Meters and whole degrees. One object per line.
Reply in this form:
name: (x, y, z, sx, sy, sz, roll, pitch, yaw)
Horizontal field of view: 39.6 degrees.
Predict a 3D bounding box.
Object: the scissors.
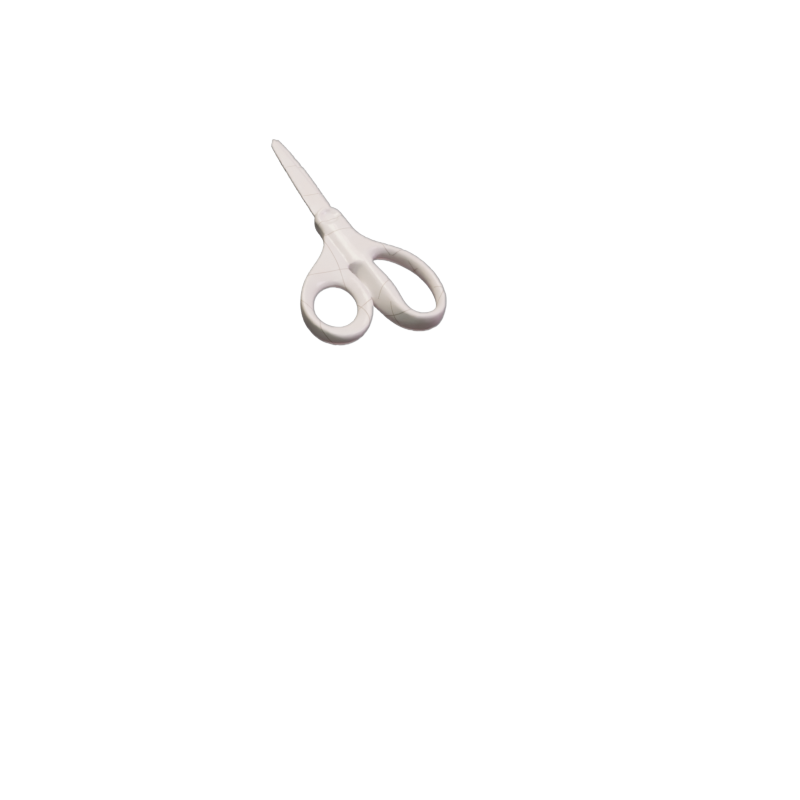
scissors: (-0.056, -0.102, 0.713, 0.096, 0.015, 0.216, -31, 54, -26)
